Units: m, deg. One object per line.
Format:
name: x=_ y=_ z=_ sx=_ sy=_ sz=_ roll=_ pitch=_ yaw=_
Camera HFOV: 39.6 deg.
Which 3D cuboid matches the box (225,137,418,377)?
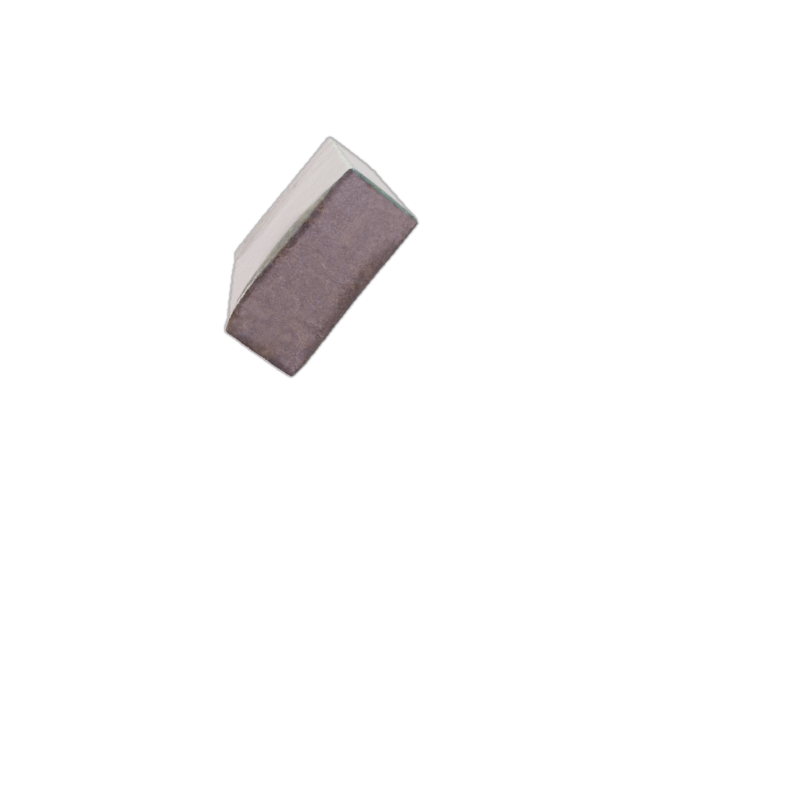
box: x=-0.044 y=-0.081 z=0.568 sx=0.047 sy=0.092 sz=0.182 roll=38 pitch=10 yaw=-13
